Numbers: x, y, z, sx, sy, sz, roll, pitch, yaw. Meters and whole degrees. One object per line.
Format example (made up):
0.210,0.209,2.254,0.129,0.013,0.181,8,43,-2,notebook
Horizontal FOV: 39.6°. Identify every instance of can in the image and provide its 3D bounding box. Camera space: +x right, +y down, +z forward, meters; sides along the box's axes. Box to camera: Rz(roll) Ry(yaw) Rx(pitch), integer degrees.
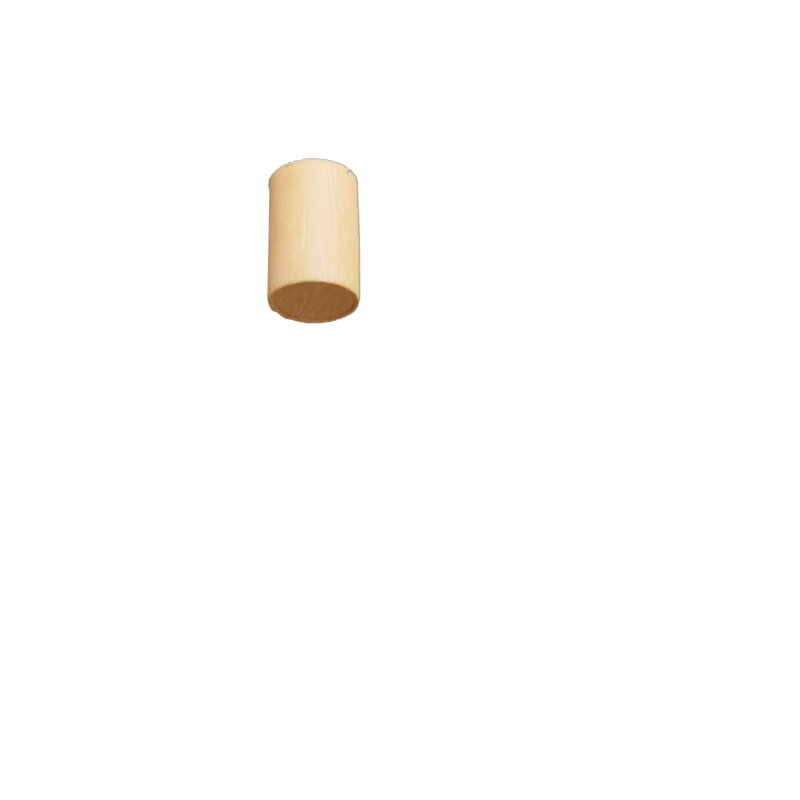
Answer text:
-0.063,-0.115,0.809,0.068,0.109,0.065,0,-28,-2,can
